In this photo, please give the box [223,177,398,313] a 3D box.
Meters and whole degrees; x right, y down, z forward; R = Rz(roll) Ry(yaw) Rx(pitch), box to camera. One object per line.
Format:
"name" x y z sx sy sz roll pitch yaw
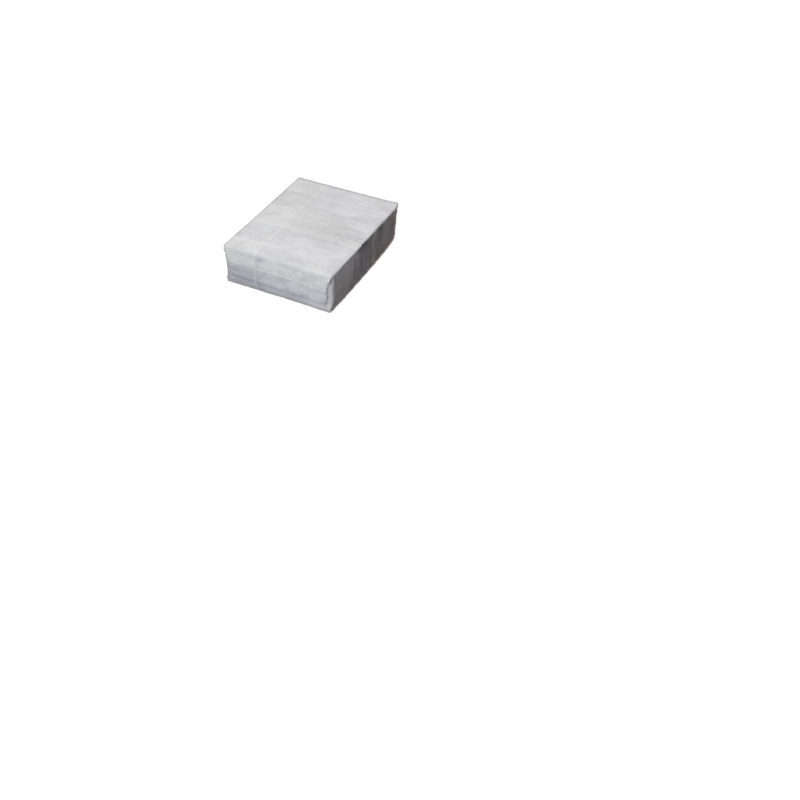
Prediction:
"box" -0.065 -0.119 0.834 0.094 0.036 0.116 17 41 21
